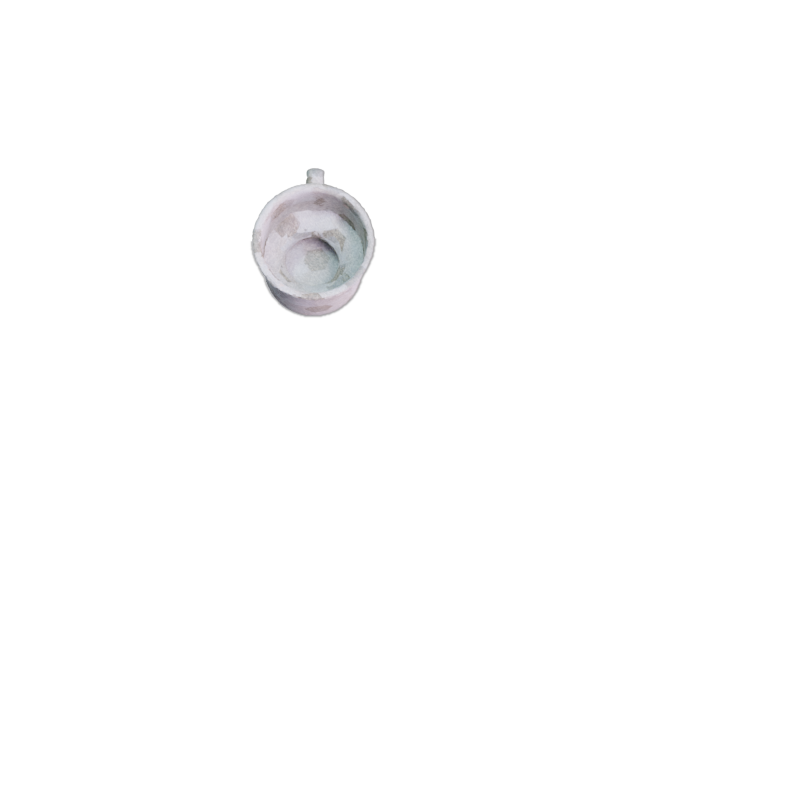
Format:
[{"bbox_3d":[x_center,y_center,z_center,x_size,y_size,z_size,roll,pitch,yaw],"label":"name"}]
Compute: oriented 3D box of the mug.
[{"bbox_3d":[-0.069,-0.125,0.878,0.093,0.122,0.078,-2,-16,-2],"label":"mug"}]
